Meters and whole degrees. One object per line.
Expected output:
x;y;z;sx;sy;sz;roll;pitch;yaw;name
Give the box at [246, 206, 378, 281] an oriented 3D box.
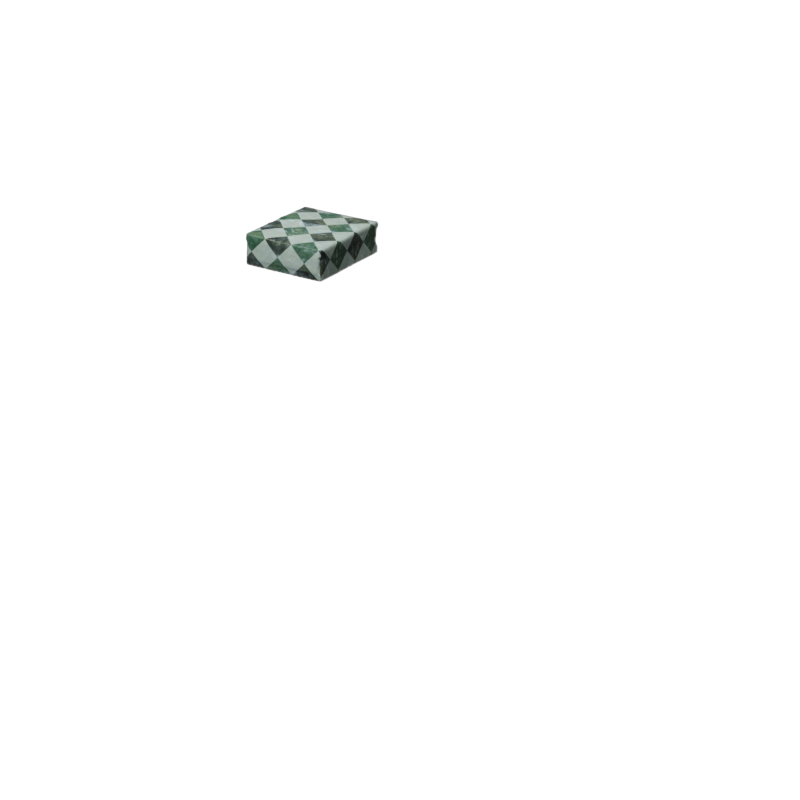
-0.071;-0.129;0.903;0.077;0.029;0.090;15;30;28;box
